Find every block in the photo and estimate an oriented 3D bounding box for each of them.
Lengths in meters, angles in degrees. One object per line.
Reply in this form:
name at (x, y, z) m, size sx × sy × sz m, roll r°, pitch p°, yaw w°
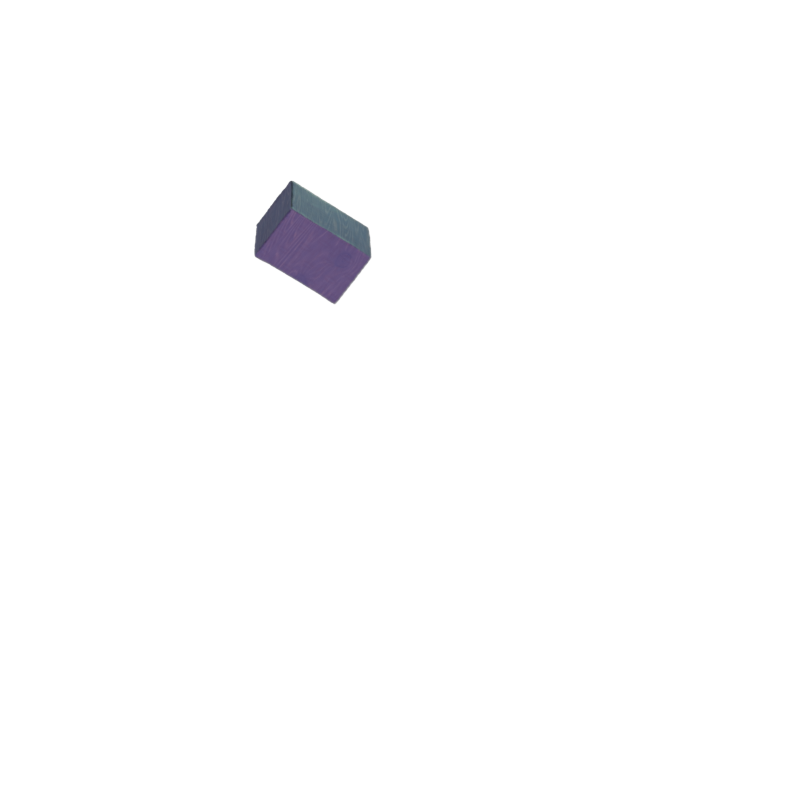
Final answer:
block at (-0.068, -0.124, 0.870) m, size 0.075 × 0.052 × 0.054 m, roll 31°, pitch 26°, yaw -19°
